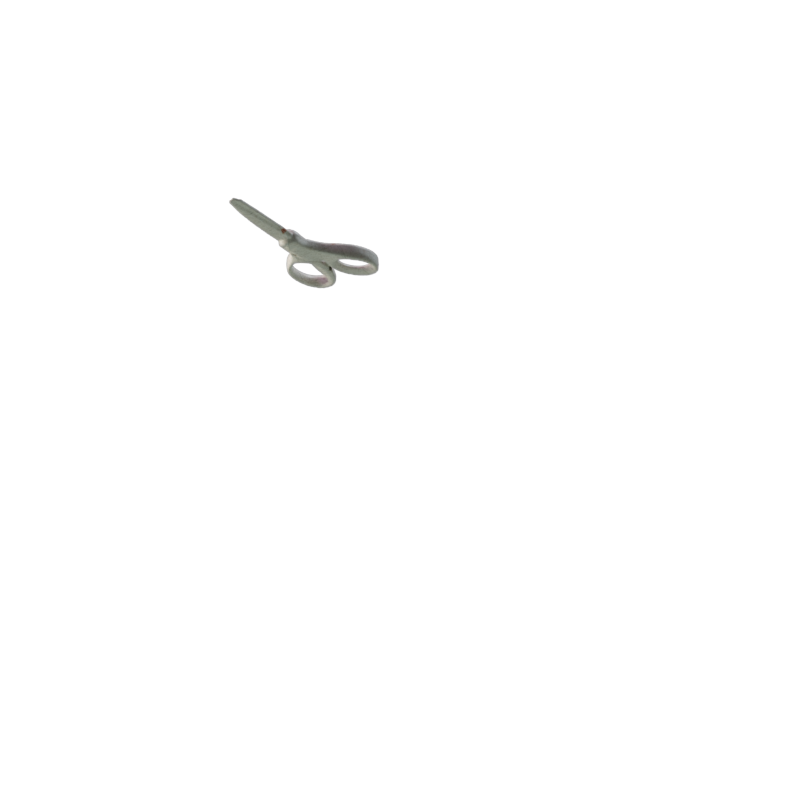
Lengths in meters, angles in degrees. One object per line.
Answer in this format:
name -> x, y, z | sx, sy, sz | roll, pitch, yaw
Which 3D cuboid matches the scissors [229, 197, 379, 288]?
scissors -> -0.077, -0.140, 0.982 | 0.097, 0.016, 0.191 | -3, -15, 9
